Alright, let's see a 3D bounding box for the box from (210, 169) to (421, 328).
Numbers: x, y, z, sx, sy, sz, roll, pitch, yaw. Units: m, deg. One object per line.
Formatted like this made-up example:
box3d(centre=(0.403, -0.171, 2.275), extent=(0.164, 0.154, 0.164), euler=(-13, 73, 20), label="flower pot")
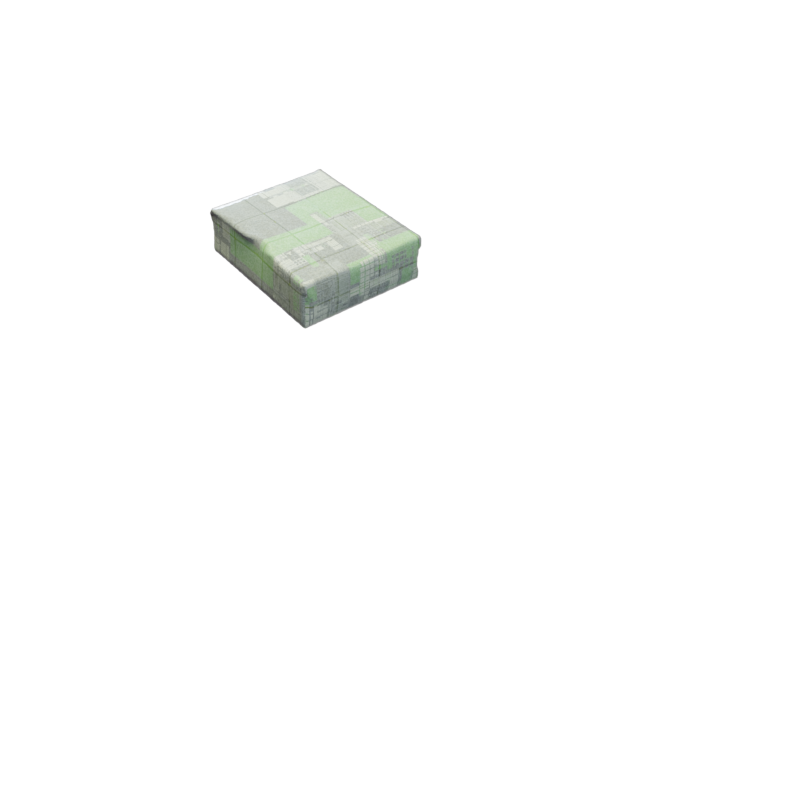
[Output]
box3d(centre=(-0.045, -0.082, 0.577), extent=(0.073, 0.028, 0.096), euler=(-25, 45, -28), label="box")
